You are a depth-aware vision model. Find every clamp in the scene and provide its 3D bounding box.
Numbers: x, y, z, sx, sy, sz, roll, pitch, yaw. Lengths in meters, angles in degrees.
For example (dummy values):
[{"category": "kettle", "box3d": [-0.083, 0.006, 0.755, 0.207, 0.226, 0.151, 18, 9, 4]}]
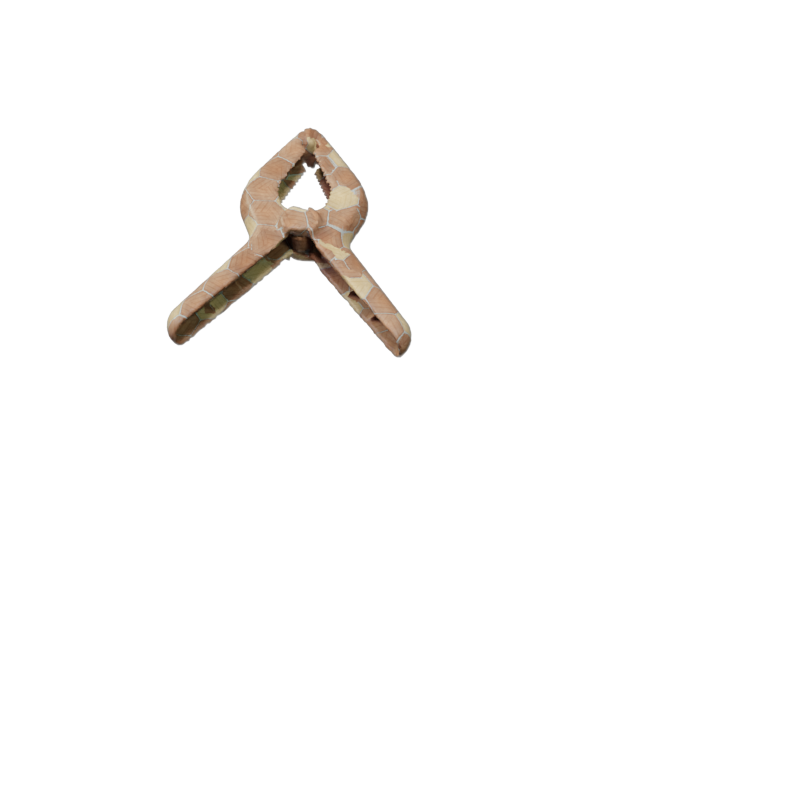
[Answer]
[{"category": "clamp", "box3d": [-0.063, -0.115, 0.802, 0.166, 0.223, 0.034, 8, -38, 6]}]
